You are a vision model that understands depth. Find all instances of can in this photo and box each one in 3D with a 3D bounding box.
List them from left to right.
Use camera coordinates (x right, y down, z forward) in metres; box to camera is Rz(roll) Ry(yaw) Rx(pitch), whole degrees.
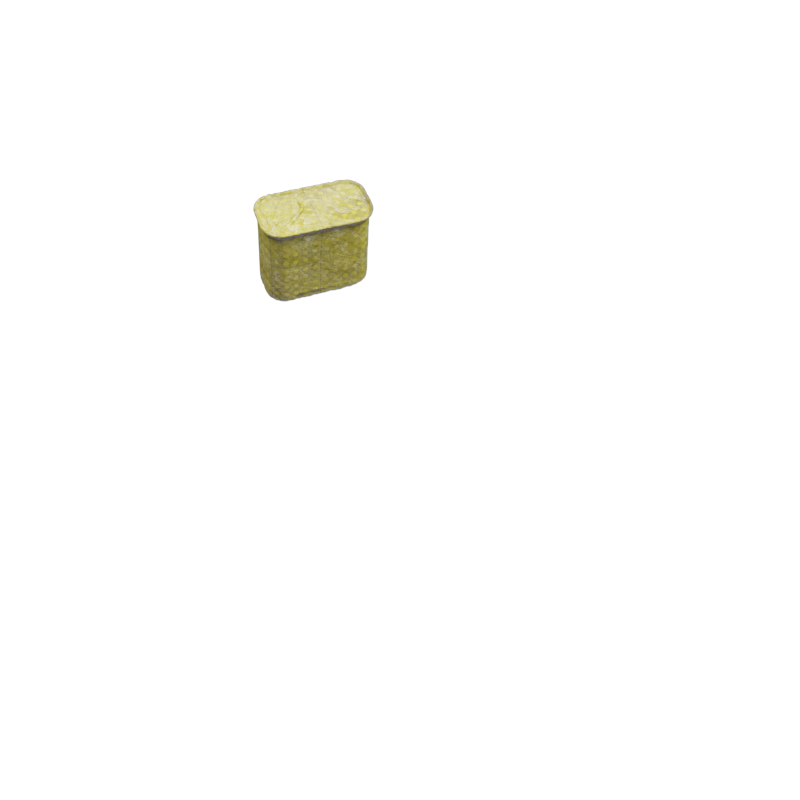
[{"bbox_3d":[-0.078,-0.142,0.992,0.101,0.062,0.078,-13,-41,-14],"label":"can"}]
